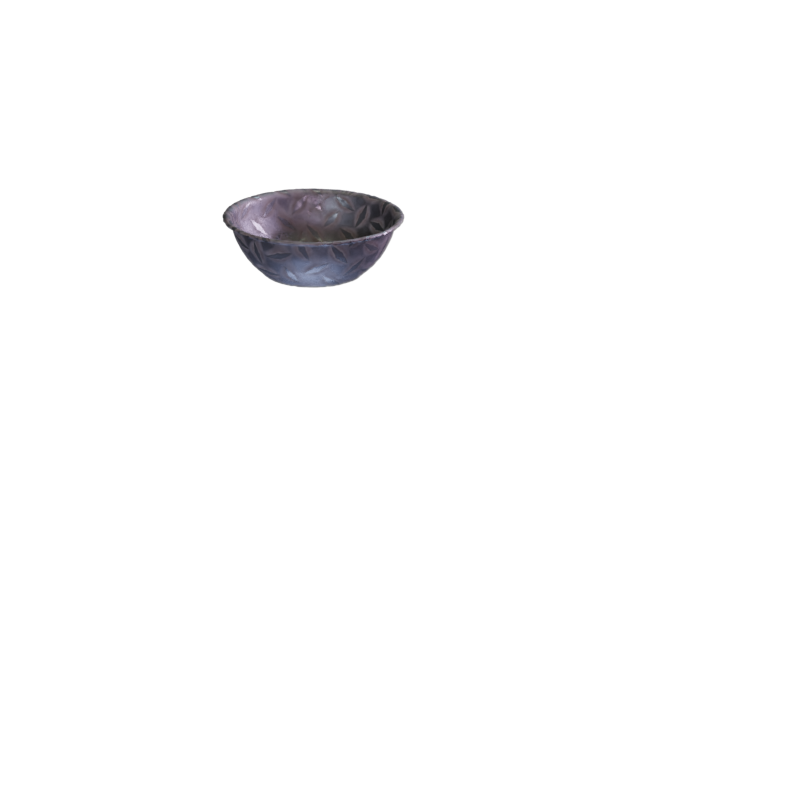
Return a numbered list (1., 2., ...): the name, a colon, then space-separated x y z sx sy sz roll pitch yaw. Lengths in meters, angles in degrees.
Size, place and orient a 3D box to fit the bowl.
1. bowl: -0.078 -0.142 0.994 0.162 0.052 0.170 -1 25 -2
